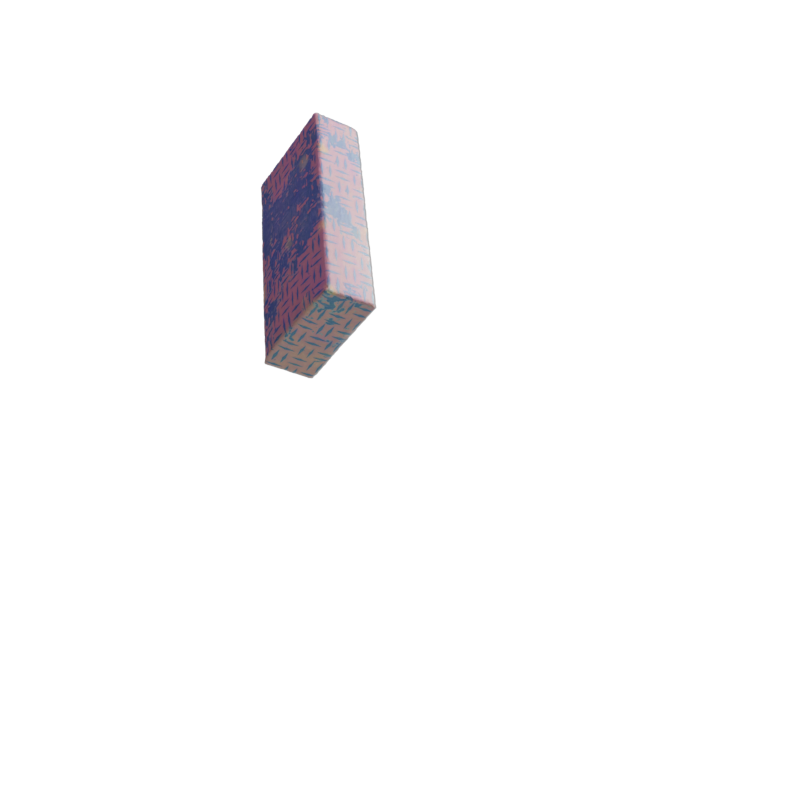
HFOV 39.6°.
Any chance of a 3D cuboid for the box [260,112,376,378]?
[{"bbox_3d":[-0.063,-0.115,0.804,0.046,0.189,0.091,20,-44,-26],"label":"box"}]
